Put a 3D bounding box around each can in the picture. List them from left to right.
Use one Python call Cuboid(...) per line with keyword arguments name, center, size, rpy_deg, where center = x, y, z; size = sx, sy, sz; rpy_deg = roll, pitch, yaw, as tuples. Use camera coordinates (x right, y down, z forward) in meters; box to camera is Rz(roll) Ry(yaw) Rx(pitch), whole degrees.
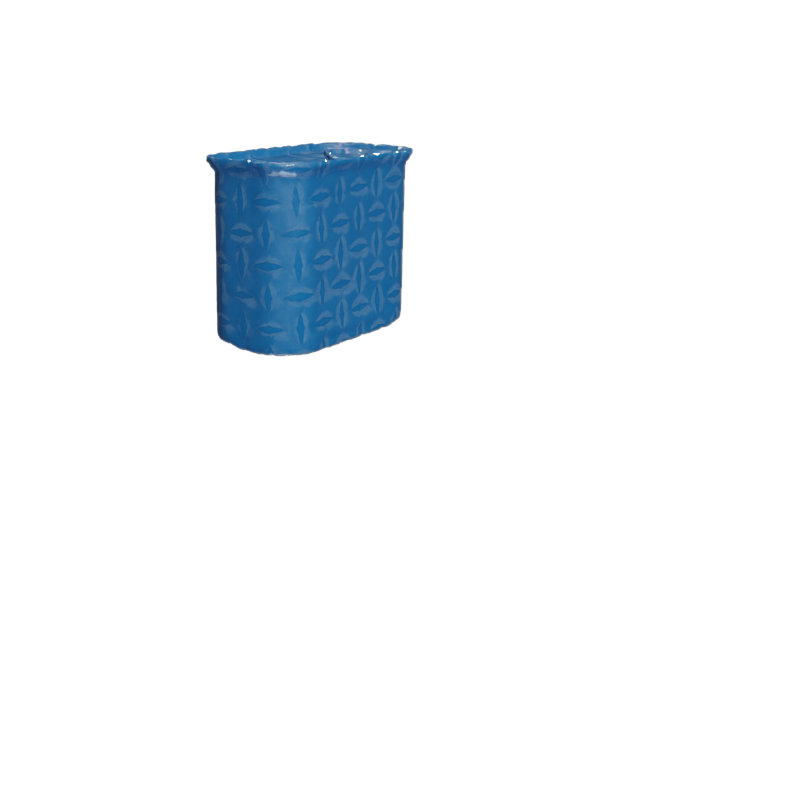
Cuboid(name="can", center=(-0.040, -0.073, 0.508), size=(0.060, 0.081, 0.100), rpy_deg=(10, 17, 35))
